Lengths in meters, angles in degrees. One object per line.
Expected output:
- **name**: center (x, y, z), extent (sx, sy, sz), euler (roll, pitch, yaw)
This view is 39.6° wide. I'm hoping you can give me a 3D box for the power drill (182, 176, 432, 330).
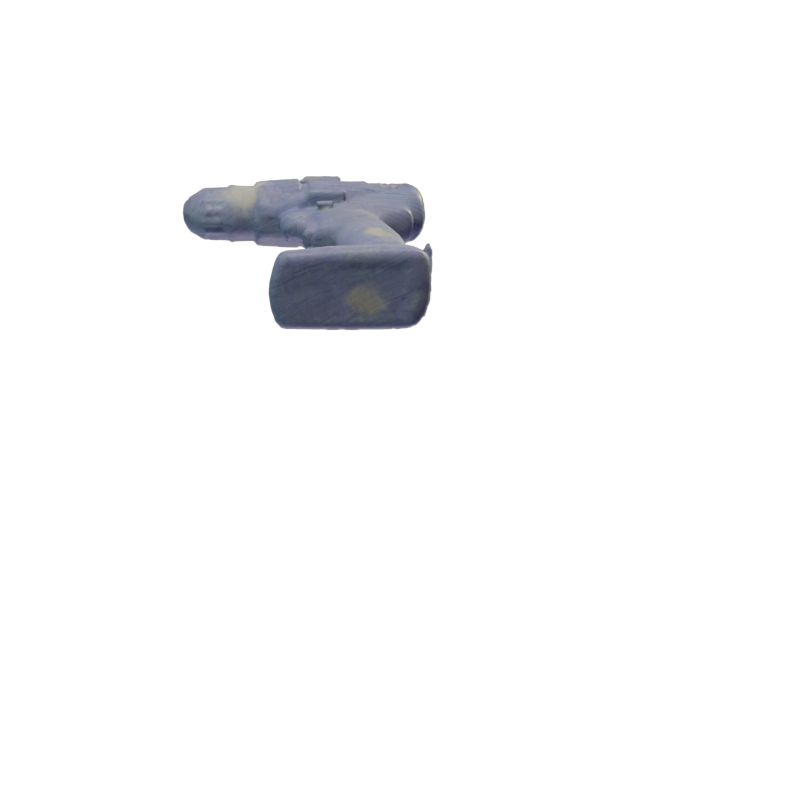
- **power drill**: center (-0.061, -0.112, 0.785), extent (0.183, 0.054, 0.199), euler (-4, 28, -7)
